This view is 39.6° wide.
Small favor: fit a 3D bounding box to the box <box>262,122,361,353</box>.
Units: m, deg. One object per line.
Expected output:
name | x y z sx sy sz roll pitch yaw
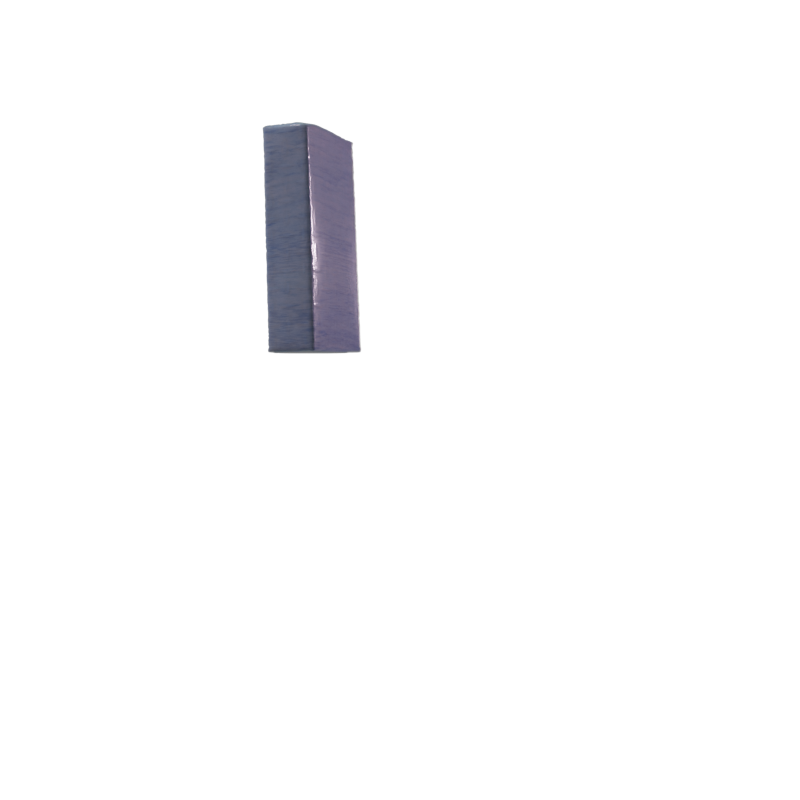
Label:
box | -0.069 -0.126 0.879 0.049 0.179 0.090 -3 -5 22
